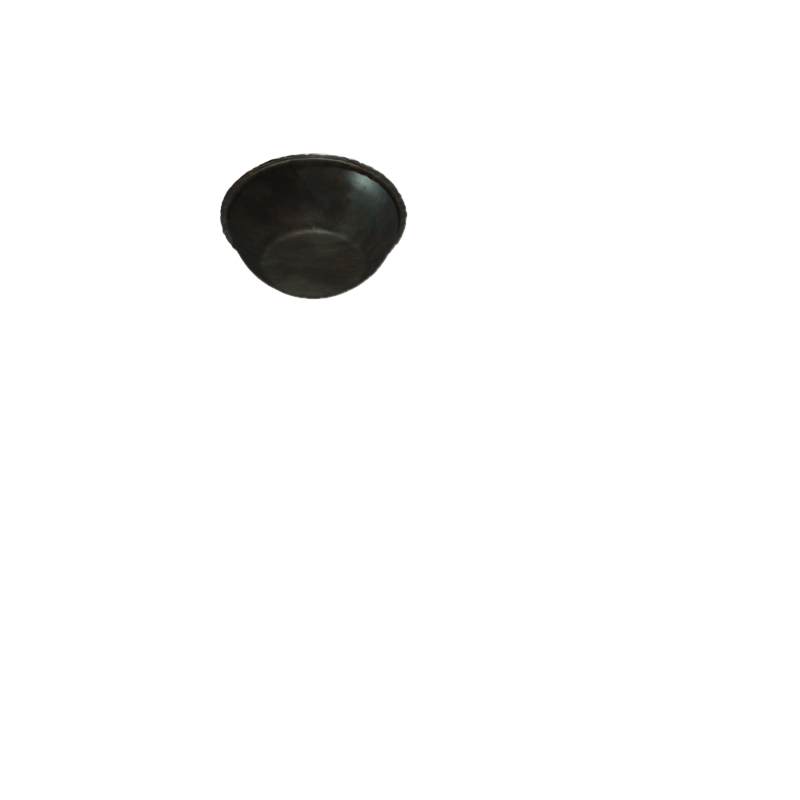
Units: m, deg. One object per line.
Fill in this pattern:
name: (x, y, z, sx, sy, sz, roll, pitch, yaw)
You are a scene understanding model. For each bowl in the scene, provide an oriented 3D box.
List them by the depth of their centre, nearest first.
bowl: (-0.074, -0.135, 0.944, 0.162, 0.059, 0.151, 1, -36, -2)
